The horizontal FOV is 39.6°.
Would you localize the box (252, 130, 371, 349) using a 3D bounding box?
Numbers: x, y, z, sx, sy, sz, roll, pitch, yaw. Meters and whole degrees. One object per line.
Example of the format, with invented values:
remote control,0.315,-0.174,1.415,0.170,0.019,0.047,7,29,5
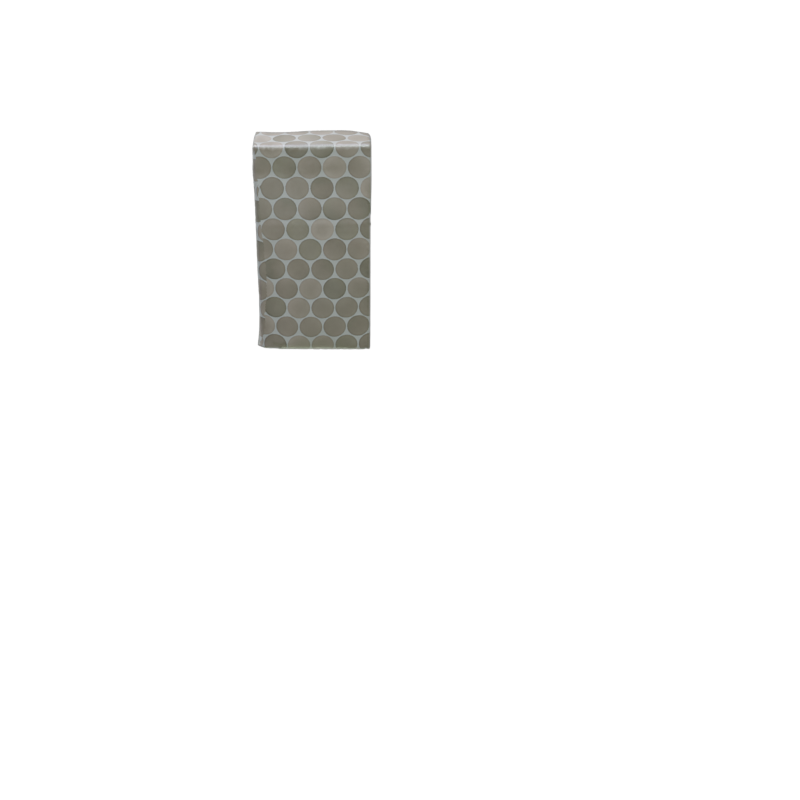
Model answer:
box,-0.069,-0.127,0.888,0.093,0.168,0.050,1,22,-1
